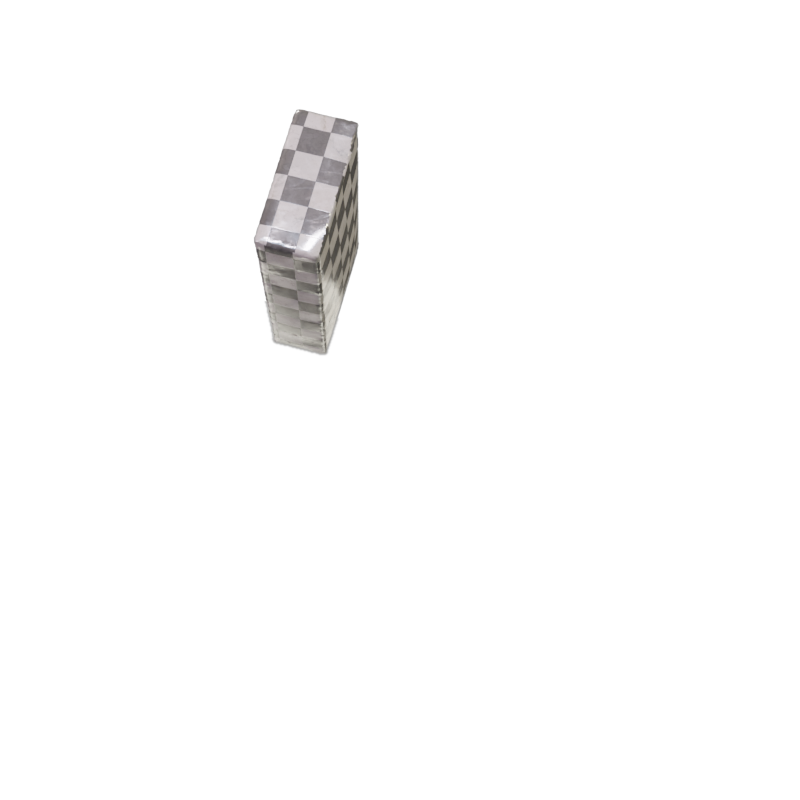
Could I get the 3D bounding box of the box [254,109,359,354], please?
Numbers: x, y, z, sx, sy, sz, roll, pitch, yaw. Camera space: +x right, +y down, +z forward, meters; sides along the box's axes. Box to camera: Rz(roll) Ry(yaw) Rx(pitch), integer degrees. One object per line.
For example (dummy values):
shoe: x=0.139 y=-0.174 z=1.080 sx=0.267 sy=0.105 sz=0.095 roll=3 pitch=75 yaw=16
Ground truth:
box: x=-0.056 y=-0.102 z=0.718 sx=0.048 sy=0.097 sz=0.169 roll=15 pitch=-17 yaw=0
